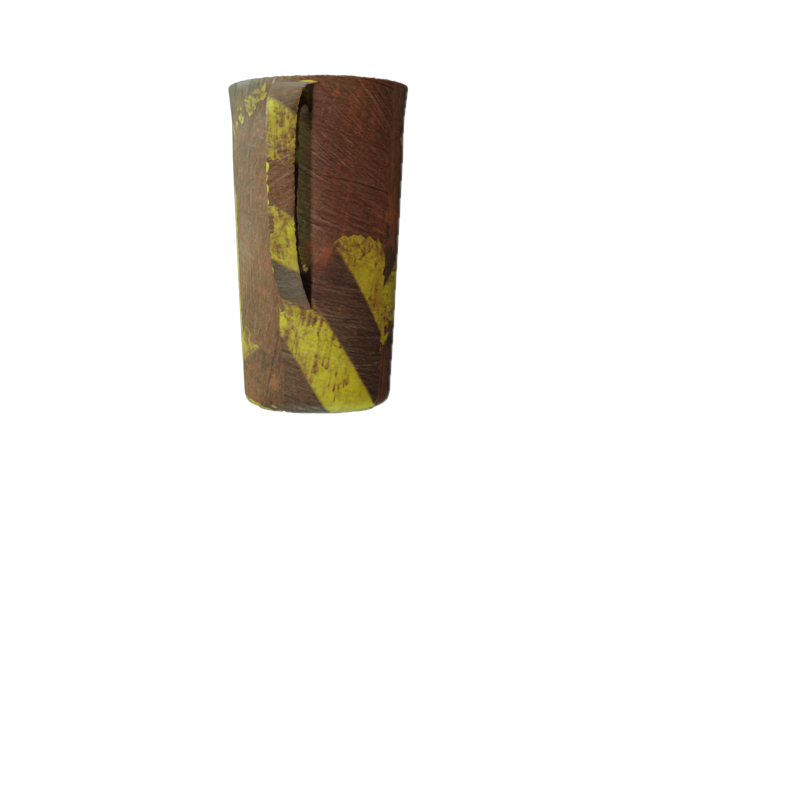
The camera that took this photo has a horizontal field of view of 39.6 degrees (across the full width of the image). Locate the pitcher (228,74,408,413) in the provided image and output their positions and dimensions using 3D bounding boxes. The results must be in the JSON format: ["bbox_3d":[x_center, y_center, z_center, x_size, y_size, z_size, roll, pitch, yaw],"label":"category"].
[{"bbox_3d":[-0.064,-0.116,0.812,0.144,0.243,0.150,-1,1,-35],"label":"pitcher"}]
